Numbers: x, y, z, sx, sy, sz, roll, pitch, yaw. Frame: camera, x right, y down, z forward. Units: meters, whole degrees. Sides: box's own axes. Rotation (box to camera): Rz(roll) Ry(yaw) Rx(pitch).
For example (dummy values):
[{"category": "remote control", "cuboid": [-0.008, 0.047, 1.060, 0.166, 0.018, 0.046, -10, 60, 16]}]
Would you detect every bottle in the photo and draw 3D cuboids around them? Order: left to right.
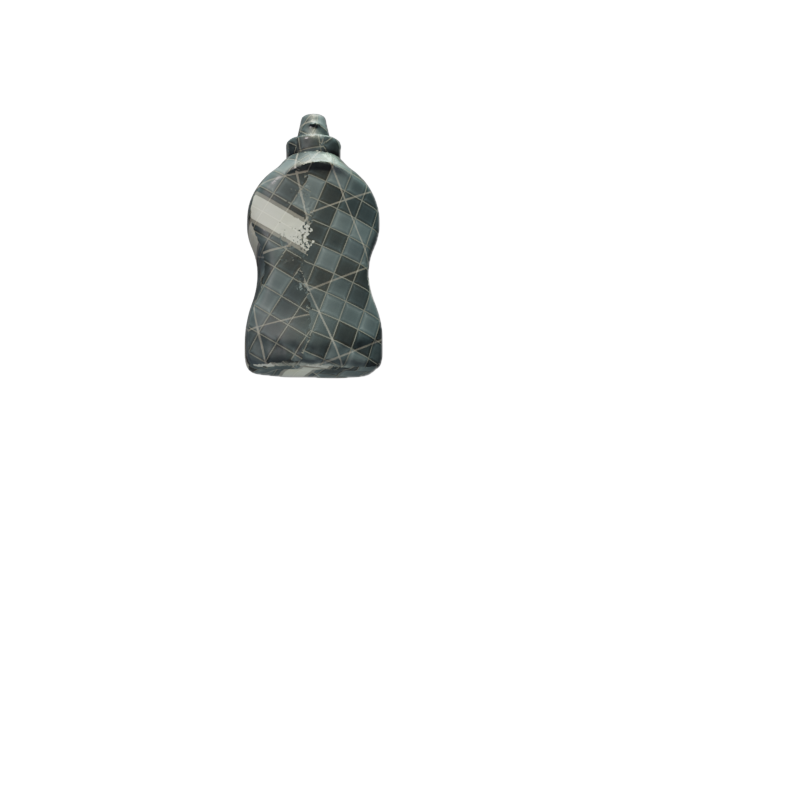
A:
[{"category": "bottle", "cuboid": [-0.063, -0.115, 0.801, 0.095, 0.199, 0.057, 1, -15, -8]}]
